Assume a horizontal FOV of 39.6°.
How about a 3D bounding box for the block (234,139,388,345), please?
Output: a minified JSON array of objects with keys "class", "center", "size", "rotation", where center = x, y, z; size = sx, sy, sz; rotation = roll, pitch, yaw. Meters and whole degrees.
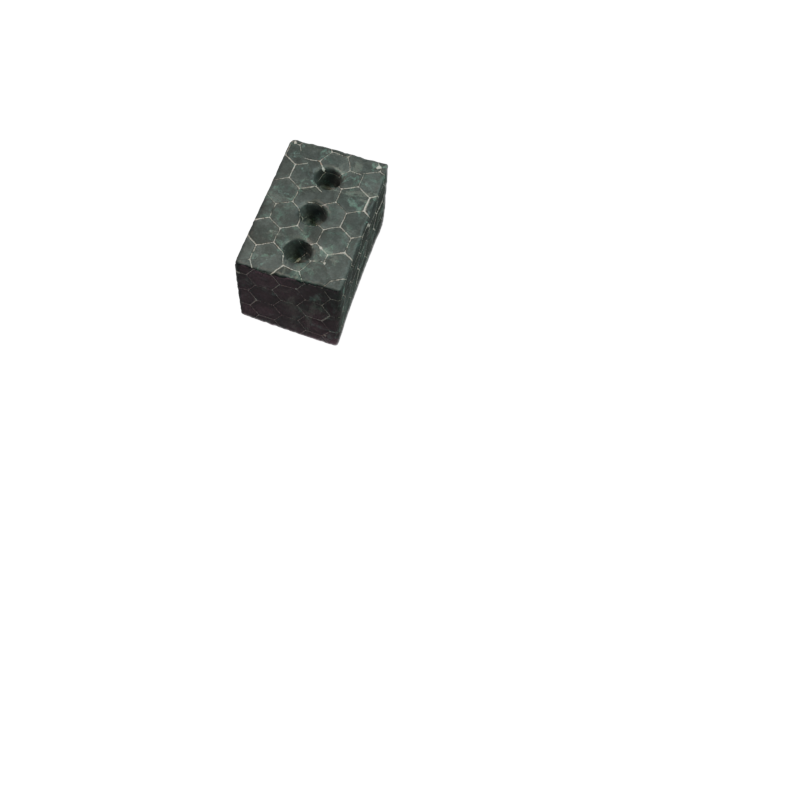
[{"class":"block","center":[-0.043,-0.078,0.544],"size":[0.054,0.082,0.048],"rotation":[16,-28,6]}]
